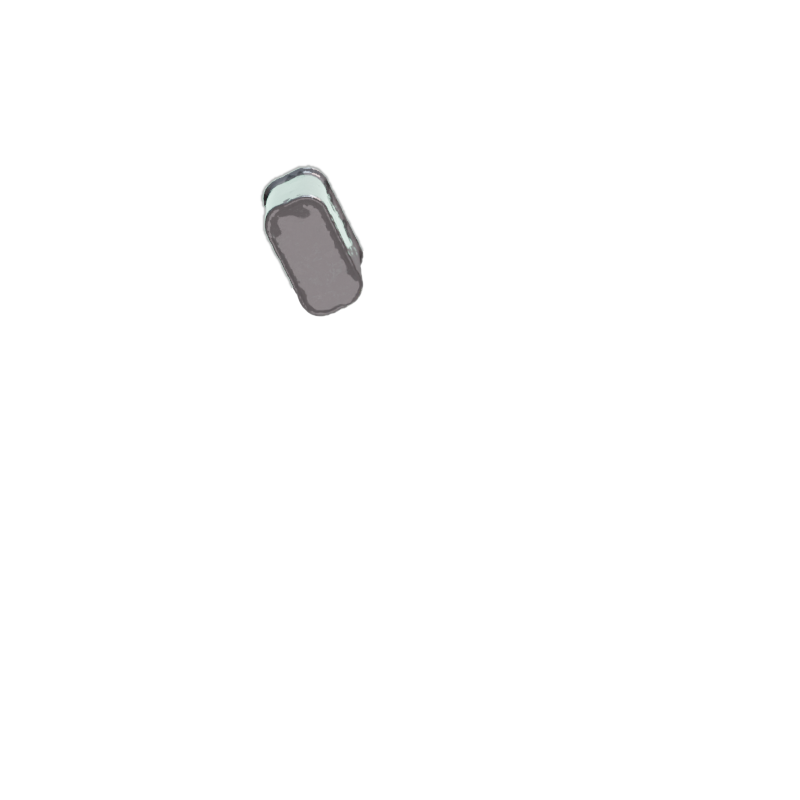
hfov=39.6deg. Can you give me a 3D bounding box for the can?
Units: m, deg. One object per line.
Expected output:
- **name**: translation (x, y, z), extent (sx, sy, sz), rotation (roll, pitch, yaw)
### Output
- **can**: translation (-0.069, -0.126, 0.881), extent (0.057, 0.097, 0.088), rotation (-25, 19, 7)
